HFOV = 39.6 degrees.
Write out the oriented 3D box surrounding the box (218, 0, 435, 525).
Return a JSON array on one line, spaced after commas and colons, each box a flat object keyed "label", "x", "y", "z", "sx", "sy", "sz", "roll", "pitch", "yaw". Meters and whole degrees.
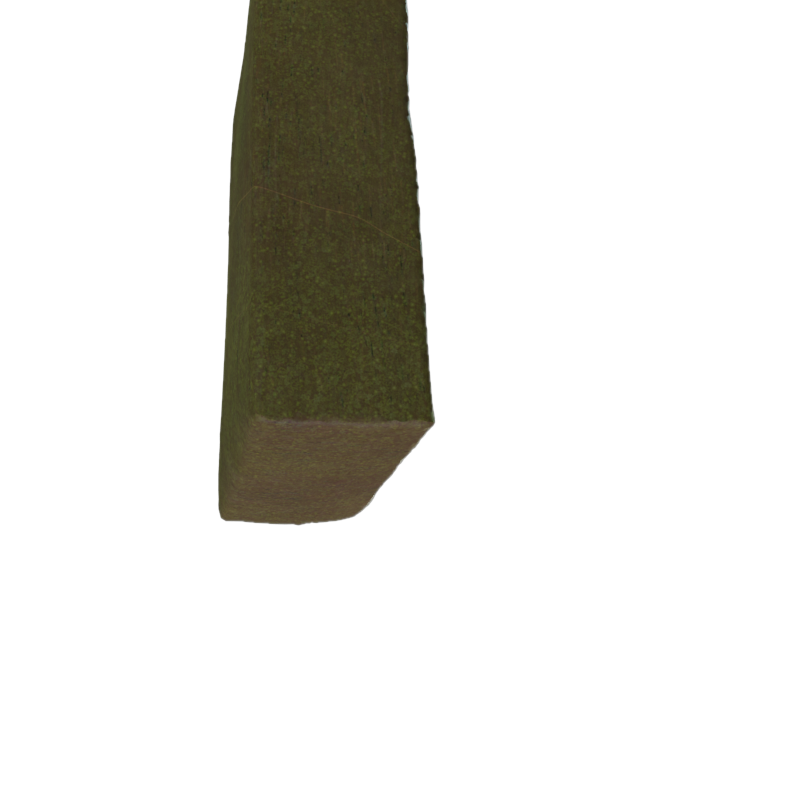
[{"label": "box", "x": -0.038, "y": -0.069, "z": 0.483, "sx": 0.071, "sy": 0.226, "sz": 0.158, "roll": 3, "pitch": -23, "yaw": -11}]
